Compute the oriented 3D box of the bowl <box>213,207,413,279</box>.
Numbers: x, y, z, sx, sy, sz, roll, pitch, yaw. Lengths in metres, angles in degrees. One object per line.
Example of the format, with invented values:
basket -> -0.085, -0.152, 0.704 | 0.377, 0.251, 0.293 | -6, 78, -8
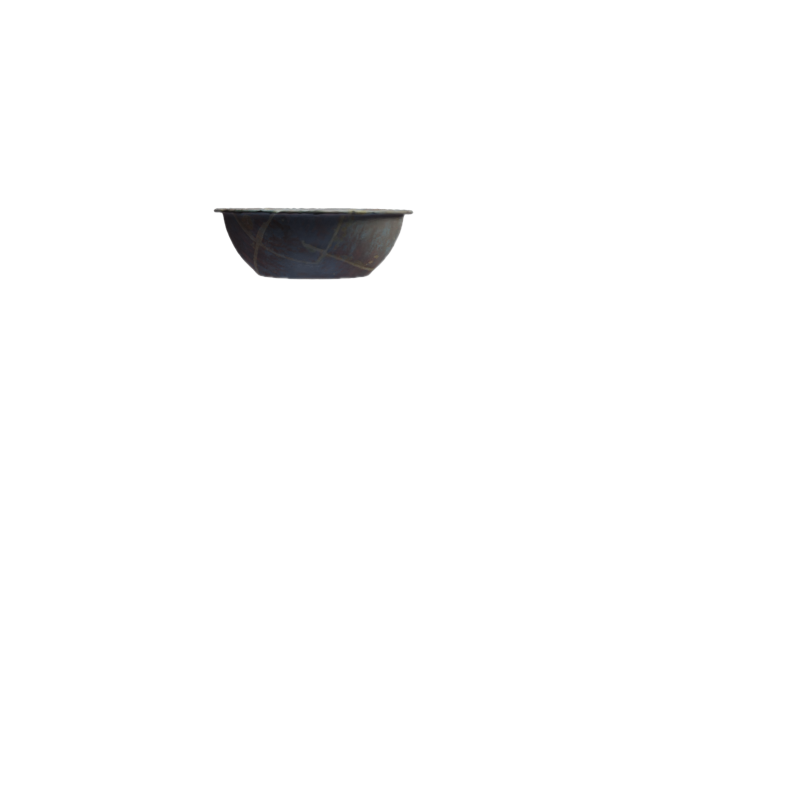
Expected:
bowl -> -0.071, -0.129, 0.902 | 0.162, 0.054, 0.165 | 0, 10, -2
